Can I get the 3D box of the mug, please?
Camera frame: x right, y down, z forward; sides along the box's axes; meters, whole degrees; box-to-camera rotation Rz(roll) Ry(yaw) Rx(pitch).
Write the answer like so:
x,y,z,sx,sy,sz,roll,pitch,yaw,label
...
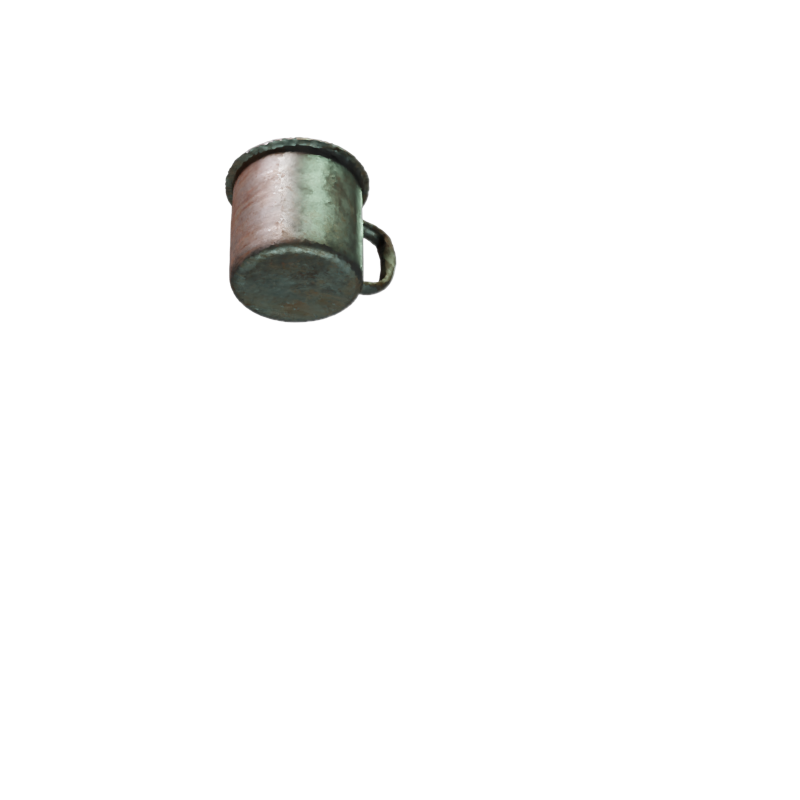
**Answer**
x,y,z,sx,sy,sz,roll,pitch,yaw,label
-0.054,-0.099,0.692,0.112,0.087,0.091,19,-39,-27,mug
